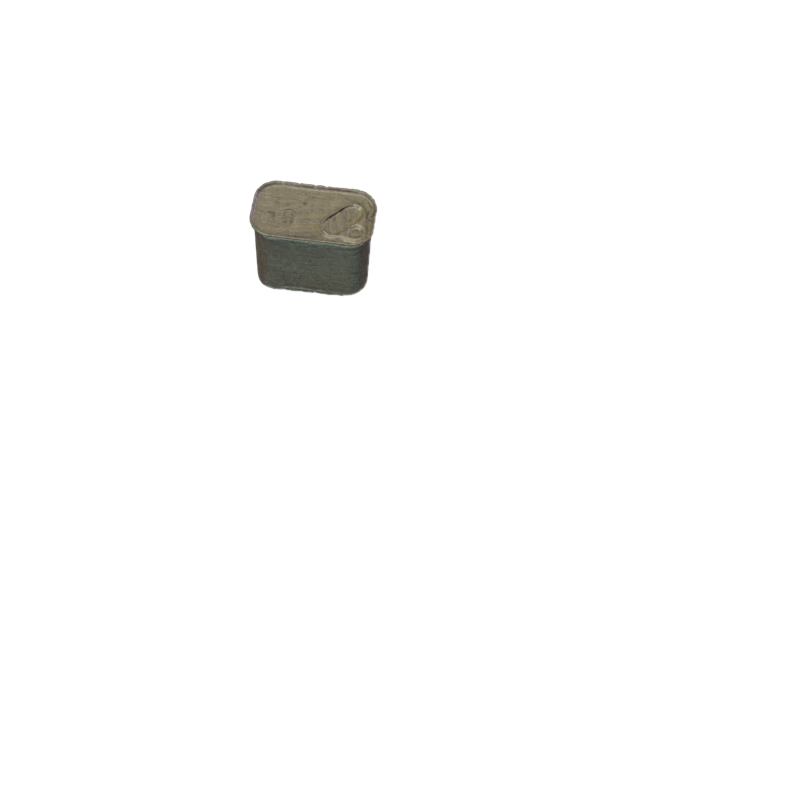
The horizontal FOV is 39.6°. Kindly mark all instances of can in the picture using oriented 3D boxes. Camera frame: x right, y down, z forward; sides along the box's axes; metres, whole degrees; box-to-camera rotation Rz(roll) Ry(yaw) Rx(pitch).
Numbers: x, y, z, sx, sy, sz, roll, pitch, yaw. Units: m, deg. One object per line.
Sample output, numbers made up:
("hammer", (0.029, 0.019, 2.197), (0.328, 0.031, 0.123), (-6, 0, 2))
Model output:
("can", (-0.073, -0.133, 0.934), (0.102, 0.061, 0.078), (7, -31, 3))
